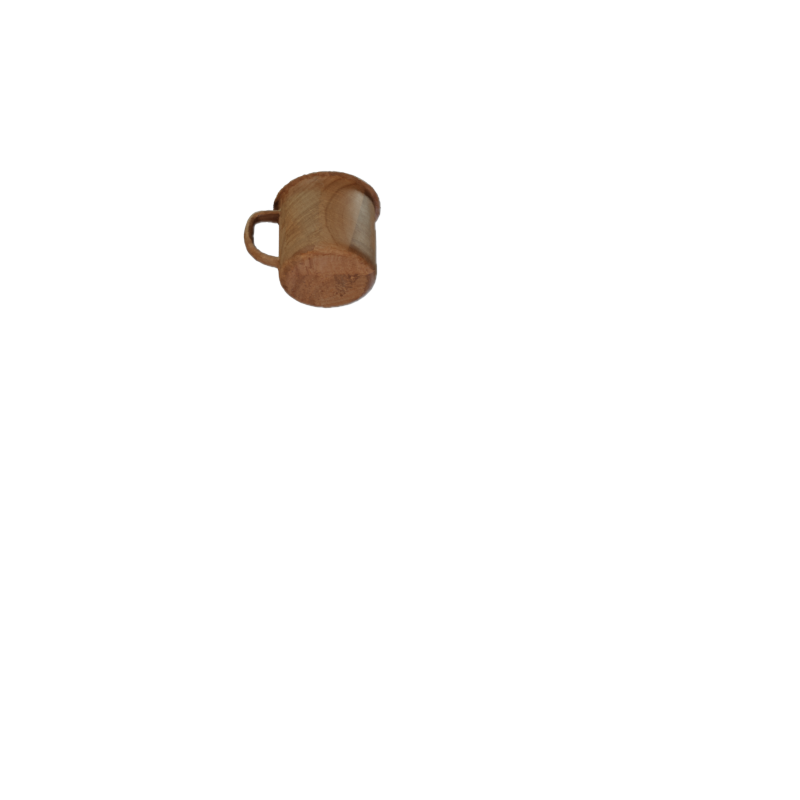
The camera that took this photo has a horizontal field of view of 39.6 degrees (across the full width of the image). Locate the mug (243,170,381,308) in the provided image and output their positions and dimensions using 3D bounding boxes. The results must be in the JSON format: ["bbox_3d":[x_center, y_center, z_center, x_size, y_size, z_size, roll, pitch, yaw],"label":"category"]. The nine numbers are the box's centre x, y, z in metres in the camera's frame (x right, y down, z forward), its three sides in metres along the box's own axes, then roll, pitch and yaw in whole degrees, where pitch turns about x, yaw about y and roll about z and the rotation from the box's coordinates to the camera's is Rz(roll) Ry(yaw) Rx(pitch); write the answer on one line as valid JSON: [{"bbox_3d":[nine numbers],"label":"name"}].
[{"bbox_3d":[-0.073,-0.133,0.930,0.115,0.087,0.088,6,-37,-10],"label":"mug"}]
